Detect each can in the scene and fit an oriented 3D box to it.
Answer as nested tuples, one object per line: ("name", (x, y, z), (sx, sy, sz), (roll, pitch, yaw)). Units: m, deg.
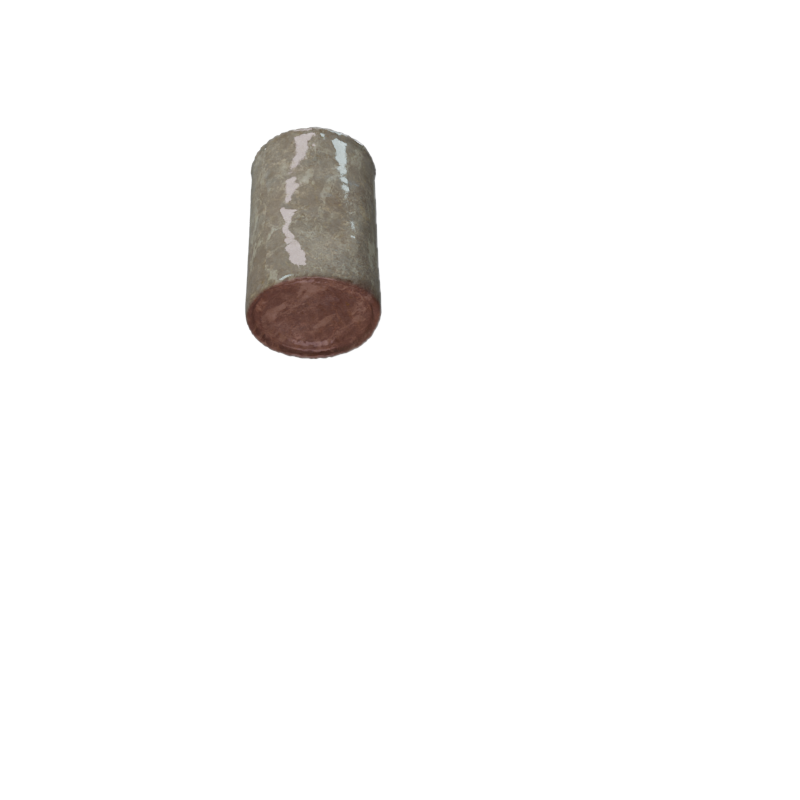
("can", (-0.045, -0.081, 0.570), (0.068, 0.110, 0.064), (-1, -38, -3))
